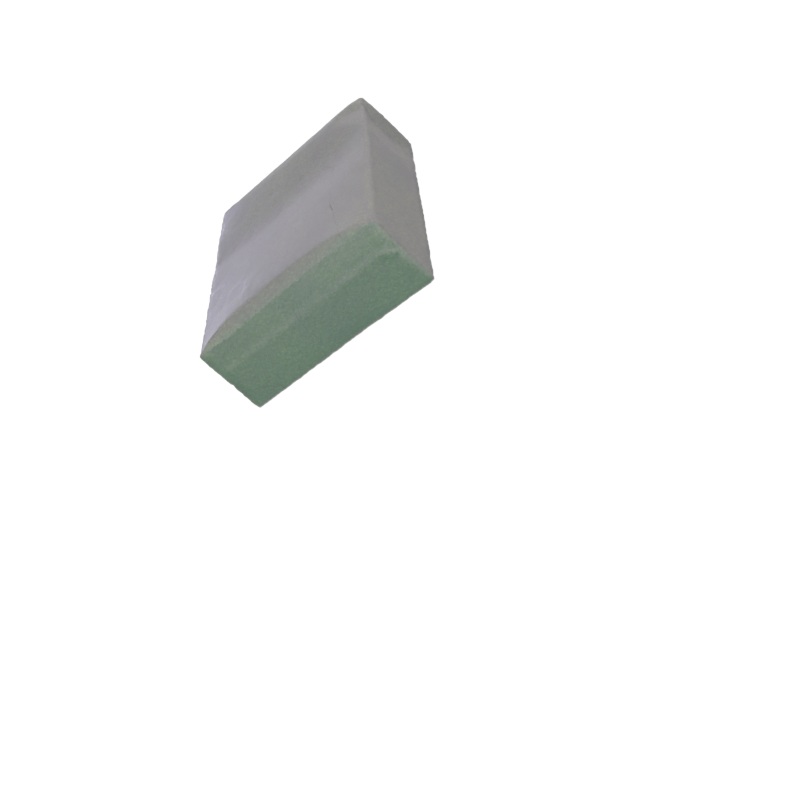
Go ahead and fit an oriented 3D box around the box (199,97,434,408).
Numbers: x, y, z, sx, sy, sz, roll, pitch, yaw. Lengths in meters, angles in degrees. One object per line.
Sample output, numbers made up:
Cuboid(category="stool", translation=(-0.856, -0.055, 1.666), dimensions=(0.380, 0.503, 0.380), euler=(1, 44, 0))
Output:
Cuboid(category="box", translation=(-0.066, -0.120, 0.840), dimensions=(0.163, 0.068, 0.228), euler=(-36, 30, 20))
